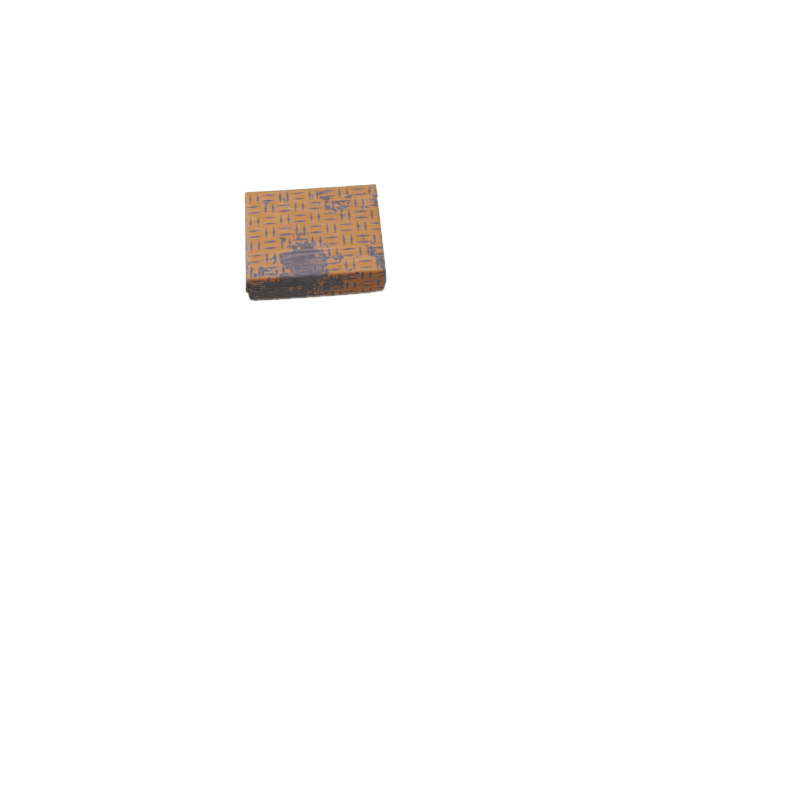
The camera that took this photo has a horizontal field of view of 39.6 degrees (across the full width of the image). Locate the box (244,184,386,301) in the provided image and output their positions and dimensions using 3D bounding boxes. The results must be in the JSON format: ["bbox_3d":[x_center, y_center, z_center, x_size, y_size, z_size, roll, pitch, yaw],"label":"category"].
[{"bbox_3d":[-0.071,-0.130,0.909,0.113,0.096,0.036,-3,-33,-3],"label":"box"}]
